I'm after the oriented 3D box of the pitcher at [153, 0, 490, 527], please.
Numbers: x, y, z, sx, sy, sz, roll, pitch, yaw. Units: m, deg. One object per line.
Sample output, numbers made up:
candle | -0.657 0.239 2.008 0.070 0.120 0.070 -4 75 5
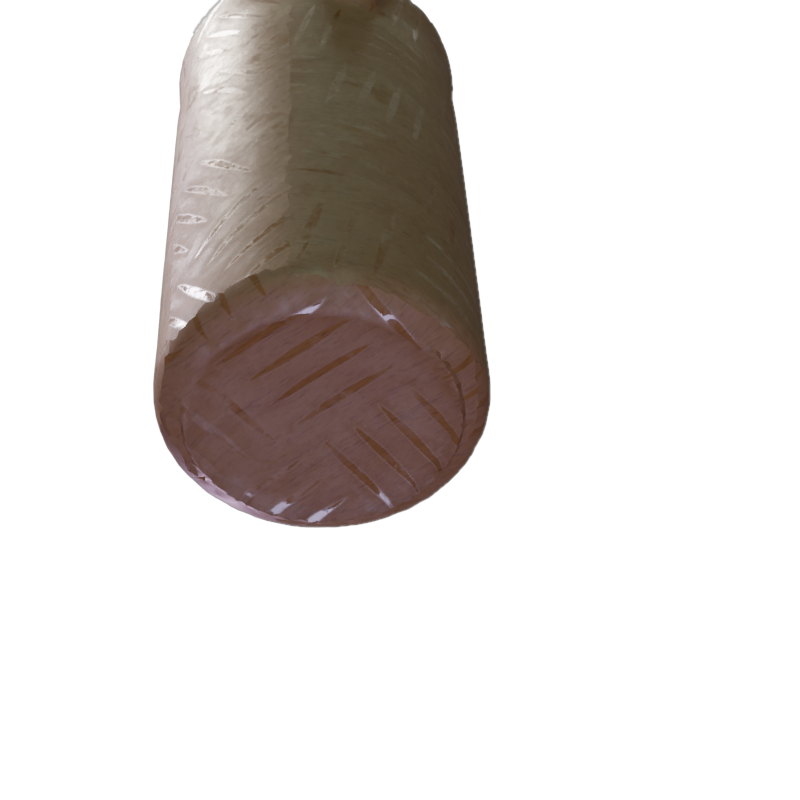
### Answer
pitcher | -0.035 -0.064 0.452 0.145 0.139 0.260 -24 35 15
